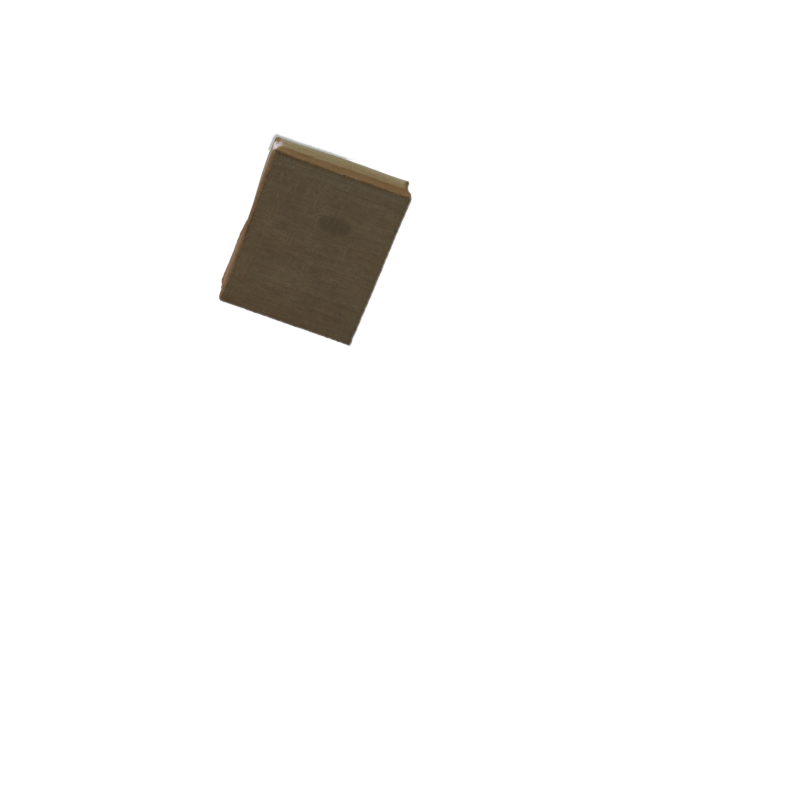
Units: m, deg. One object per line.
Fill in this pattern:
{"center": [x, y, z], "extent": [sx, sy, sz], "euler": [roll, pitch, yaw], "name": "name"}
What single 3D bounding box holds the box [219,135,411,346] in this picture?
{"center": [-0.044, -0.081, 0.565], "extent": [0.072, 0.086, 0.032], "euler": [19, 22, -9], "name": "box"}
